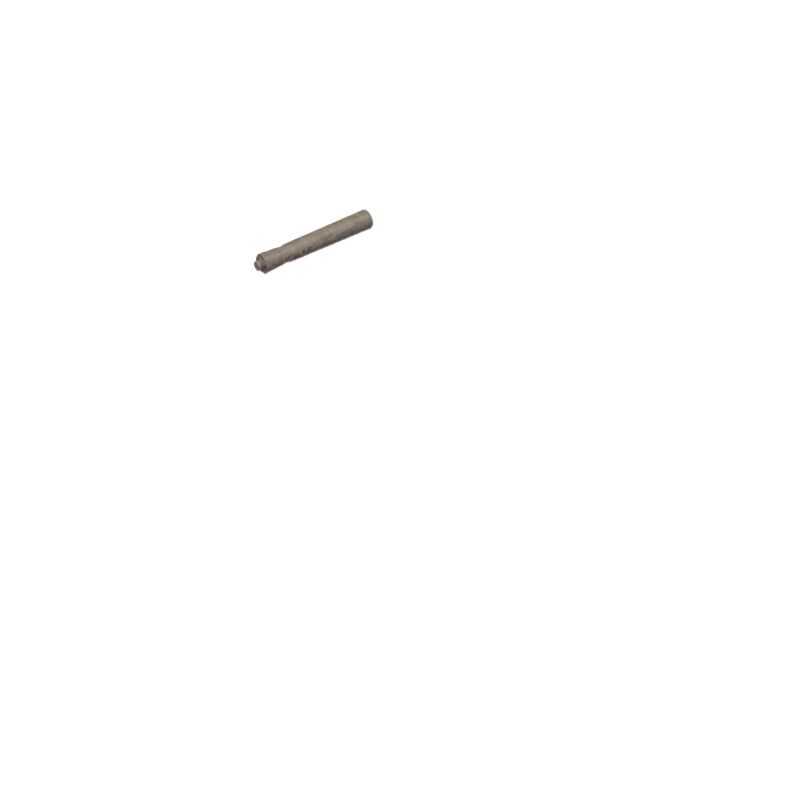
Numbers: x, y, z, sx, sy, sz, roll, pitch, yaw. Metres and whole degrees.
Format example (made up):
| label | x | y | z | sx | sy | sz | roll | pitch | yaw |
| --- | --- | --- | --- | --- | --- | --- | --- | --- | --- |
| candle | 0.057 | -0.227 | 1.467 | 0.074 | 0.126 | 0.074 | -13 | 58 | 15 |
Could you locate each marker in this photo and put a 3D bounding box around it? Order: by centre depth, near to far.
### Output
| label | x | y | z | sx | sy | sz | roll | pitch | yaw |
| --- | --- | --- | --- | --- | --- | --- | --- | --- | --- |
| marker | -0.077 | -0.141 | 0.987 | 0.120 | 0.019 | 0.020 | -28 | 17 | -27 |
